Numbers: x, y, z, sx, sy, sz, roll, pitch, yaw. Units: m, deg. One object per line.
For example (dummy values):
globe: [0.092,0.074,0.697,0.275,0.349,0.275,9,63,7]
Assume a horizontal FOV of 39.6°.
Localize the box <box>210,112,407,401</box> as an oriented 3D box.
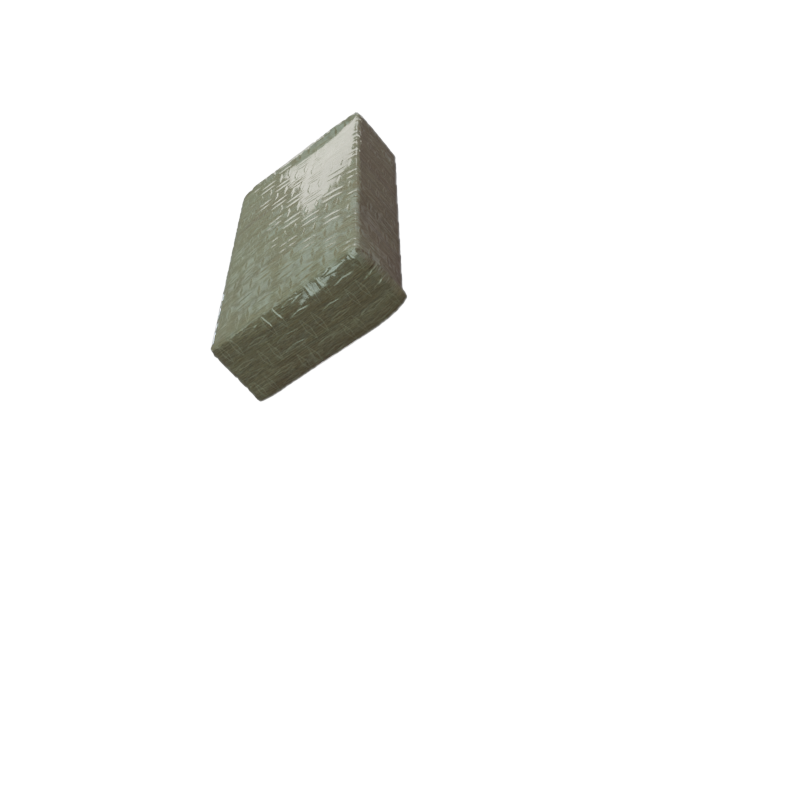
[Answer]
box: [-0.047,-0.085,0.597,0.093,0.045,0.188,-33,30,18]
